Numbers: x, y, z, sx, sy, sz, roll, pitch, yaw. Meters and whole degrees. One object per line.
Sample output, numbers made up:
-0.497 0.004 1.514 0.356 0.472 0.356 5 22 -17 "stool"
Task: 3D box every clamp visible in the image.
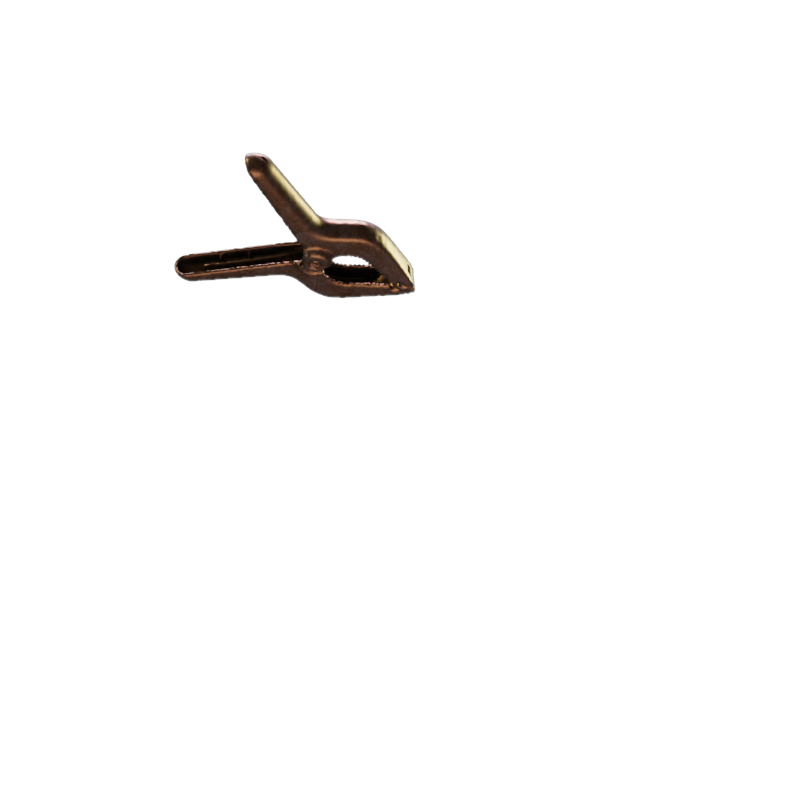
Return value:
-0.076 -0.138 0.967 0.204 0.039 0.158 12 -36 -18 "clamp"
